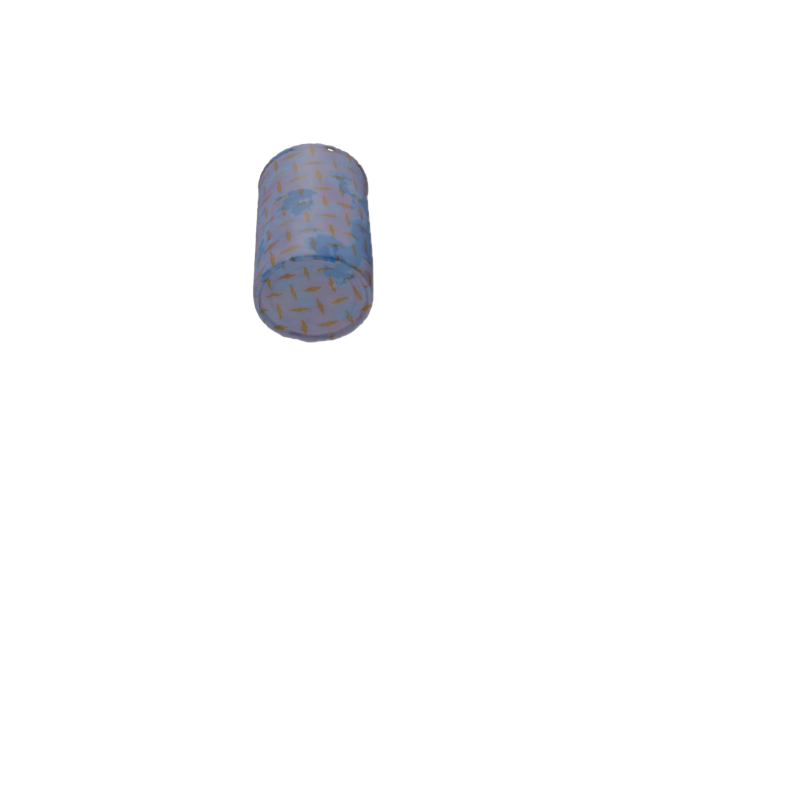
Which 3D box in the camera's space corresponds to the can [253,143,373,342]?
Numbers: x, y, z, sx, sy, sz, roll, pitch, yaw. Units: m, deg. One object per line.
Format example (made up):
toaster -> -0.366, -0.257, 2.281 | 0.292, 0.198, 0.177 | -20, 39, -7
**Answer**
can -> -0.050, -0.092, 0.641 | 0.068, 0.064, 0.110 | -1, 45, -3
